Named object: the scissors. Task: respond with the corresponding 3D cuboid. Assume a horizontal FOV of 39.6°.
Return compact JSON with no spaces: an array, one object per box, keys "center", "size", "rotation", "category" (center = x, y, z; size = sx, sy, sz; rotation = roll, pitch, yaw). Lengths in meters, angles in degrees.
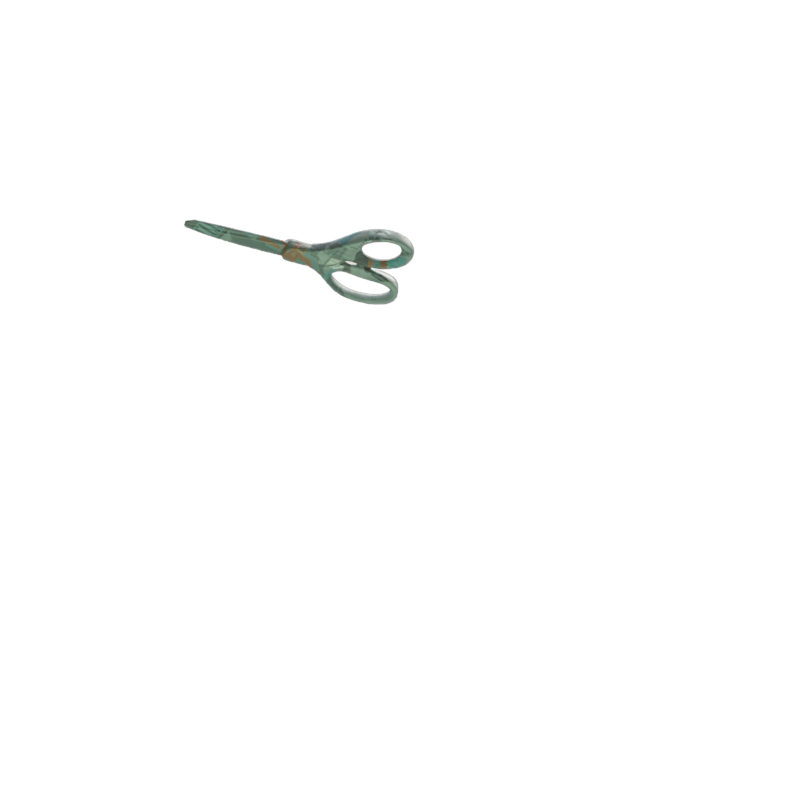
[{"center":[-0.074,-0.135,0.948],"size":[0.191,0.017,0.094],"rotation":[25,-45,-27],"category":"scissors"}]
